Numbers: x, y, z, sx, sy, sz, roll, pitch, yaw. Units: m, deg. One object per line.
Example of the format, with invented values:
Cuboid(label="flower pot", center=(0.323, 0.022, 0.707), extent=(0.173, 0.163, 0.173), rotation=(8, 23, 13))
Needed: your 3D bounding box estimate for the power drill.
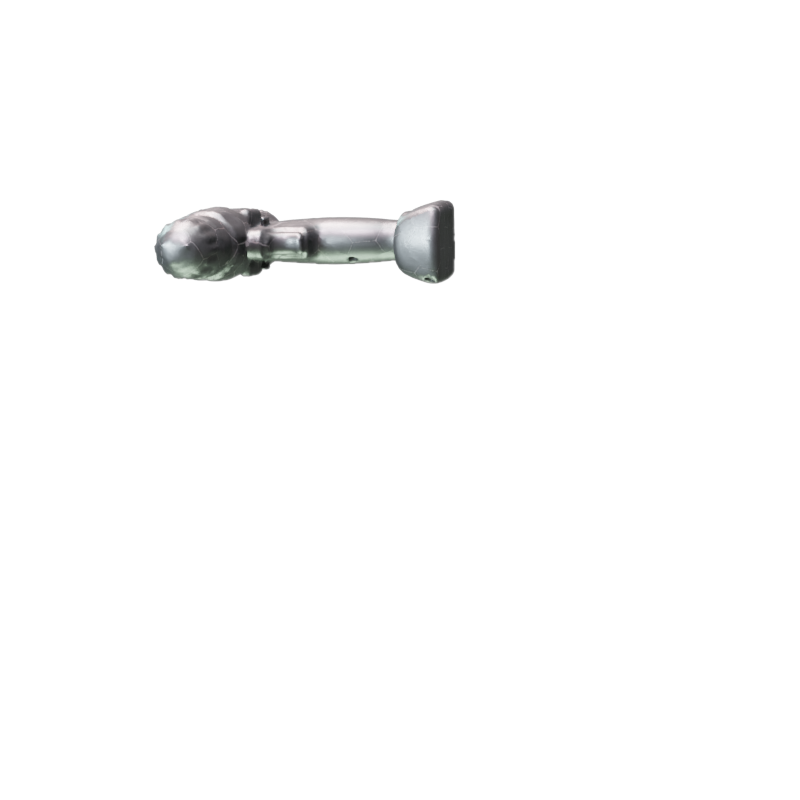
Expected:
Cuboid(label="power drill", center=(-0.061, -0.111, 0.776), extent=(0.191, 0.056, 0.185), rotation=(3, 12, 12))
